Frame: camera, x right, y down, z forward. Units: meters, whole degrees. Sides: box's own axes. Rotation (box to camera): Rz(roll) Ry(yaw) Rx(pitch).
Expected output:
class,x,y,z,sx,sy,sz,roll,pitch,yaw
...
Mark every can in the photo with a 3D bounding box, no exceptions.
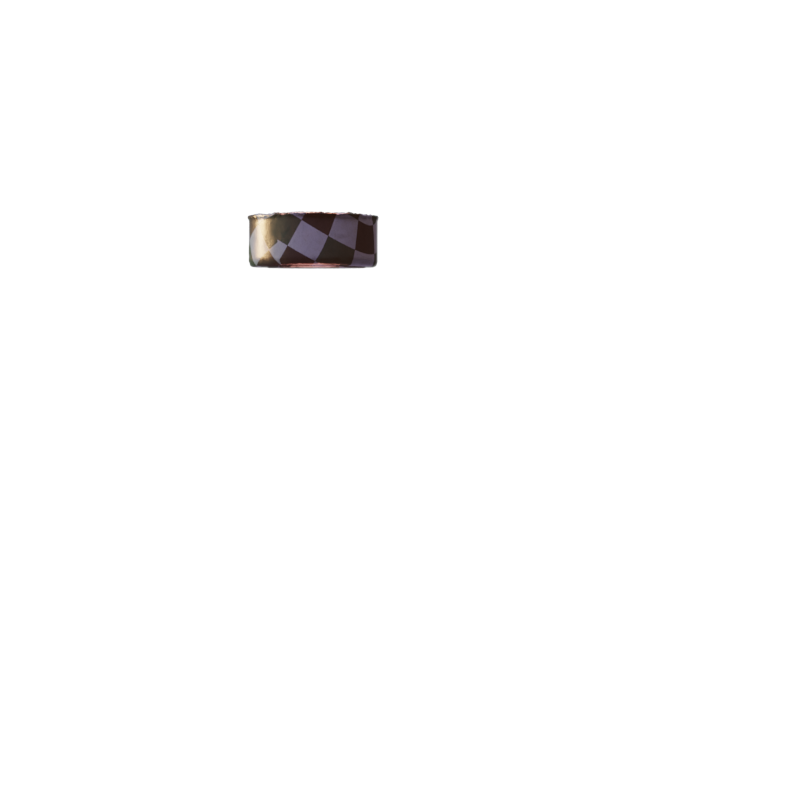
class,x,y,z,sx,sy,sz,roll,pitch,yaw
can,-0.057,-0.104,0.726,0.086,0.034,0.086,0,4,-2
